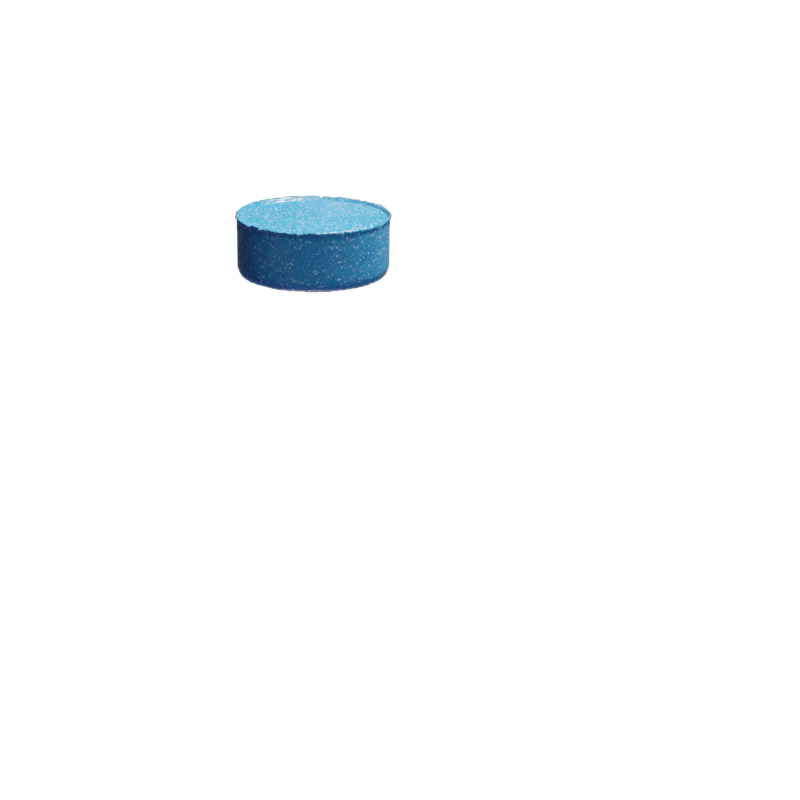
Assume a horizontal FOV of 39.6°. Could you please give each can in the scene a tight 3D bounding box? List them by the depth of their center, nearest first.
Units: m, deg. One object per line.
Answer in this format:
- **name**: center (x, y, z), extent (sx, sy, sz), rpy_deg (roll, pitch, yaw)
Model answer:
- **can**: center (-0.048, -0.088, 0.613), extent (0.086, 0.032, 0.090), rpy_deg (-1, 22, -2)
